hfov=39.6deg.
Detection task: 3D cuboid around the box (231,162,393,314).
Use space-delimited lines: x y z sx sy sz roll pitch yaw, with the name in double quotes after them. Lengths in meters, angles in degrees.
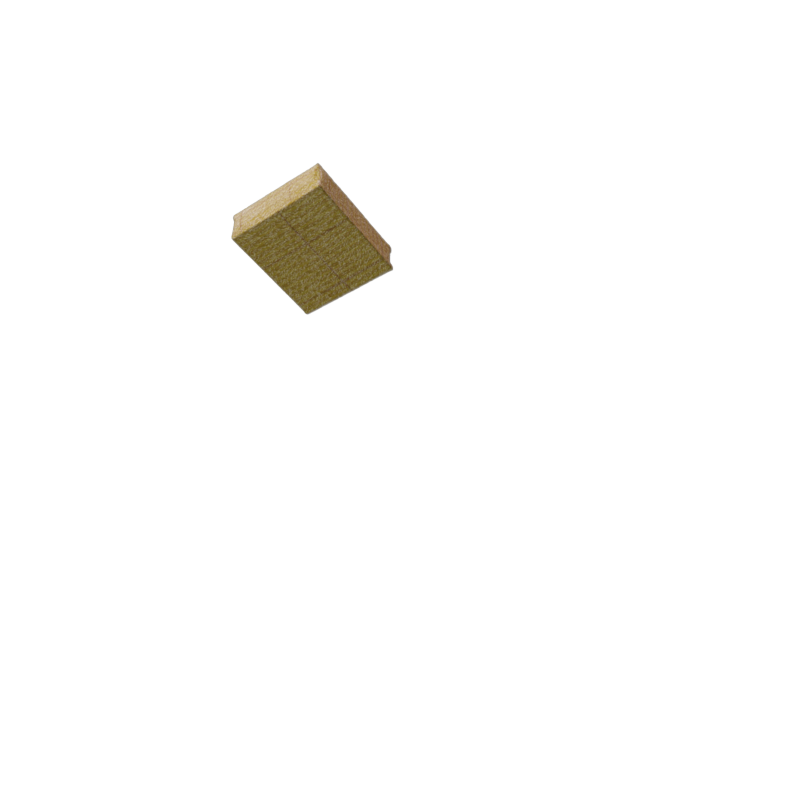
-0.059 -0.107 0.752 0.073 0.032 0.083 -28 -54 22 "box"
